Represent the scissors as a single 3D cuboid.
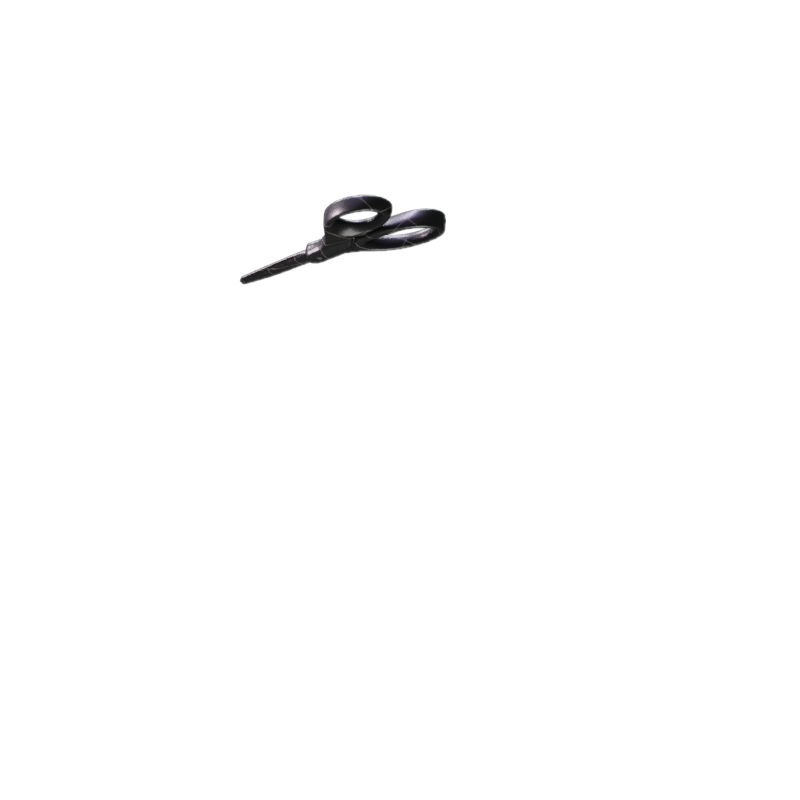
[{"bbox_3d":[-0.065,-0.118,0.825,0.206,0.016,0.090,-8,-16,30],"label":"scissors"}]
